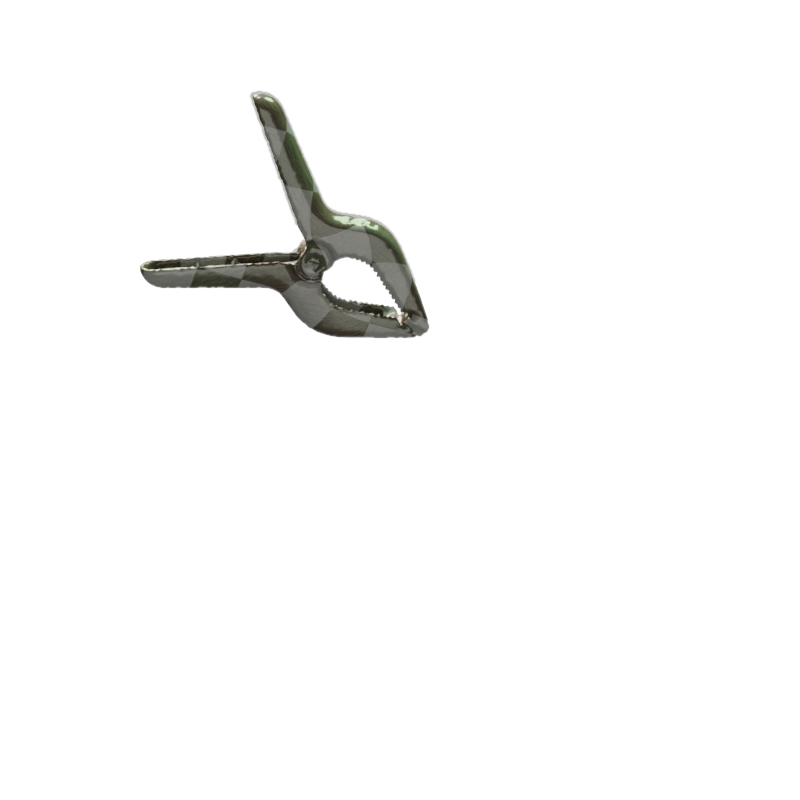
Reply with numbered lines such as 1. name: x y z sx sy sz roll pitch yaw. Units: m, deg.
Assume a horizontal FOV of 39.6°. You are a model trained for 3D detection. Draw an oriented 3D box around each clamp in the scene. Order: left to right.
1. clamp: -0.063 -0.115 0.809 0.206 0.160 0.038 26 18 -9
